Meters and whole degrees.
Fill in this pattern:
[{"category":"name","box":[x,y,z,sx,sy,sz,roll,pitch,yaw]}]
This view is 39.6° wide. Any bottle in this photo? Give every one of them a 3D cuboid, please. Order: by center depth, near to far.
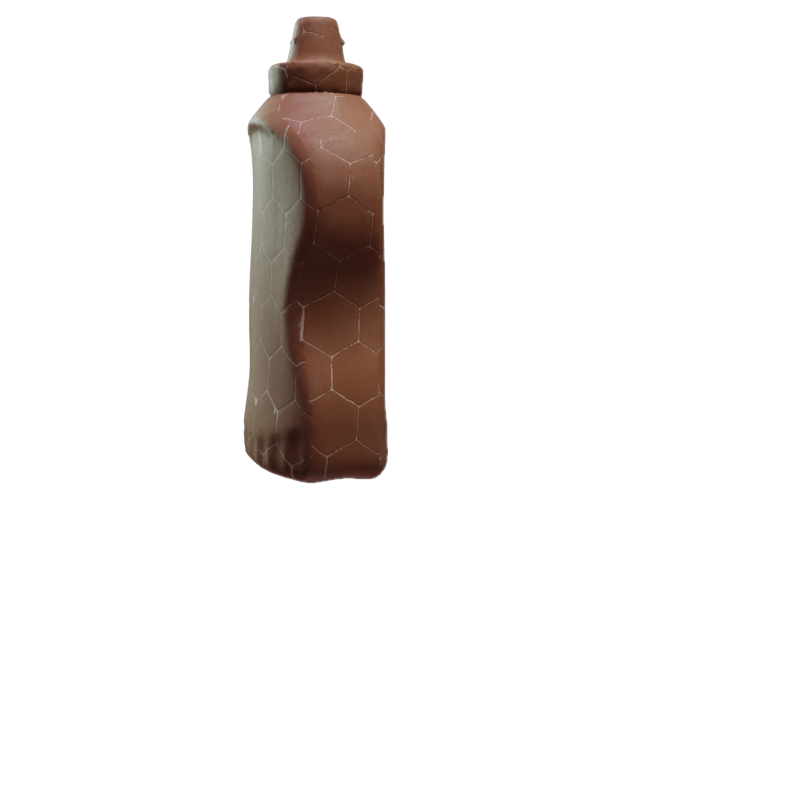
[{"category":"bottle","box":[-0.037,-0.068,0.479,0.057,0.191,0.099,0,3,-17]}]
